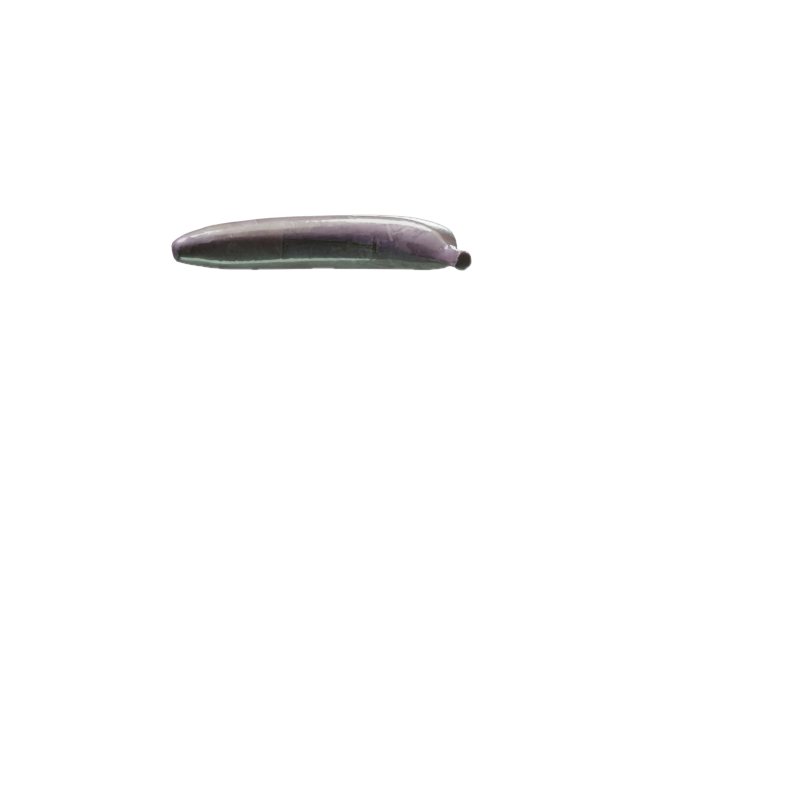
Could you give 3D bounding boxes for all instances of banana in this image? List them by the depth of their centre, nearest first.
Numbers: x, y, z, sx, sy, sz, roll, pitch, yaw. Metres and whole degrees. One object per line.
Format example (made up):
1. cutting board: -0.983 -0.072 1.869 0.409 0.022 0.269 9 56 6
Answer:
1. banana: -0.048 -0.104 0.728 0.202 0.037 0.069 2 6 15
